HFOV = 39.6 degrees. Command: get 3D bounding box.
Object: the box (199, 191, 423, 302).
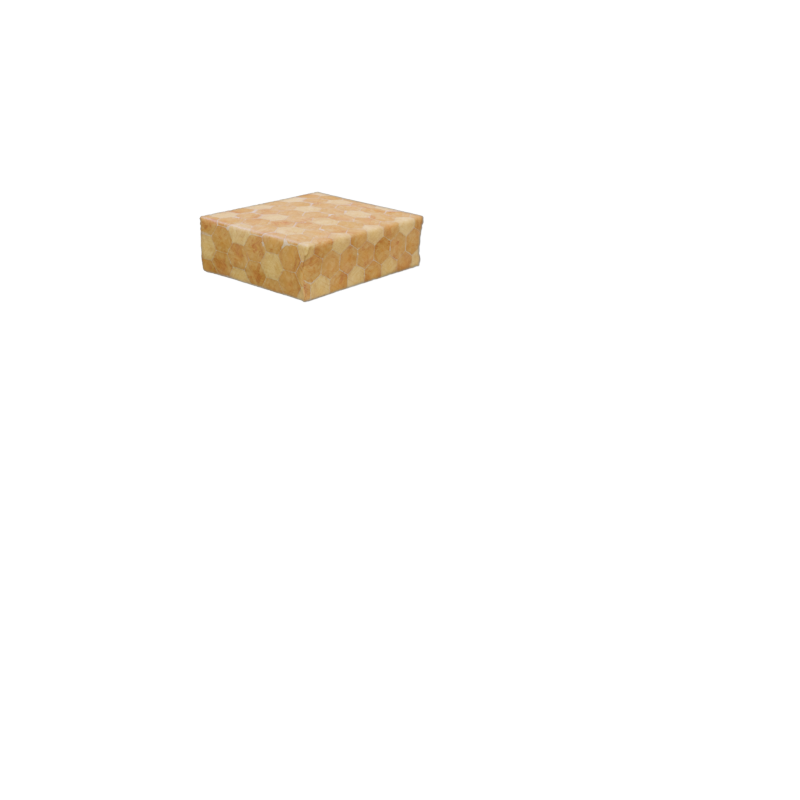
[{"bbox_3d":[-0.054,-0.098,0.687,0.095,0.037,0.112,17,28,36],"label":"box"}]
